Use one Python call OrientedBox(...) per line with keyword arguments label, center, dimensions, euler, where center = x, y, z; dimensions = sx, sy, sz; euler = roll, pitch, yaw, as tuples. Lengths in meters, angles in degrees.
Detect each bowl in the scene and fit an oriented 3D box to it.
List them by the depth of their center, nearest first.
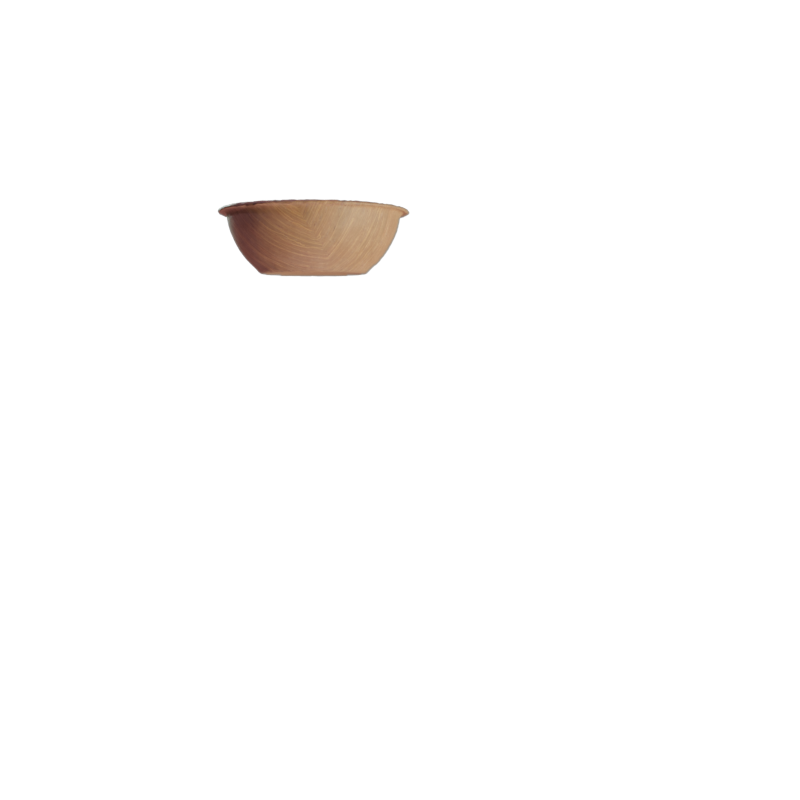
OrientedBox(label="bowl", center=(-0.073, -0.134, 0.937), dimensions=(0.162, 0.055, 0.162), euler=(0, 3, -2))
